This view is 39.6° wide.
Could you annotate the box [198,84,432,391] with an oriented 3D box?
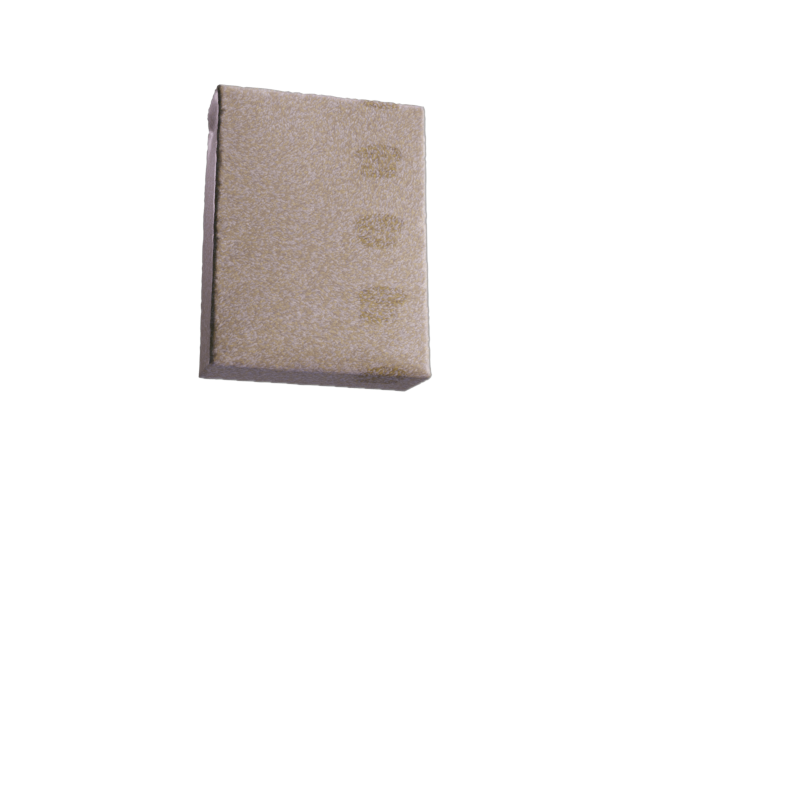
[{"bbox_3d":[-0.065,-0.119,0.833,0.161,0.223,0.070,3,-17,-15],"label":"box"}]
